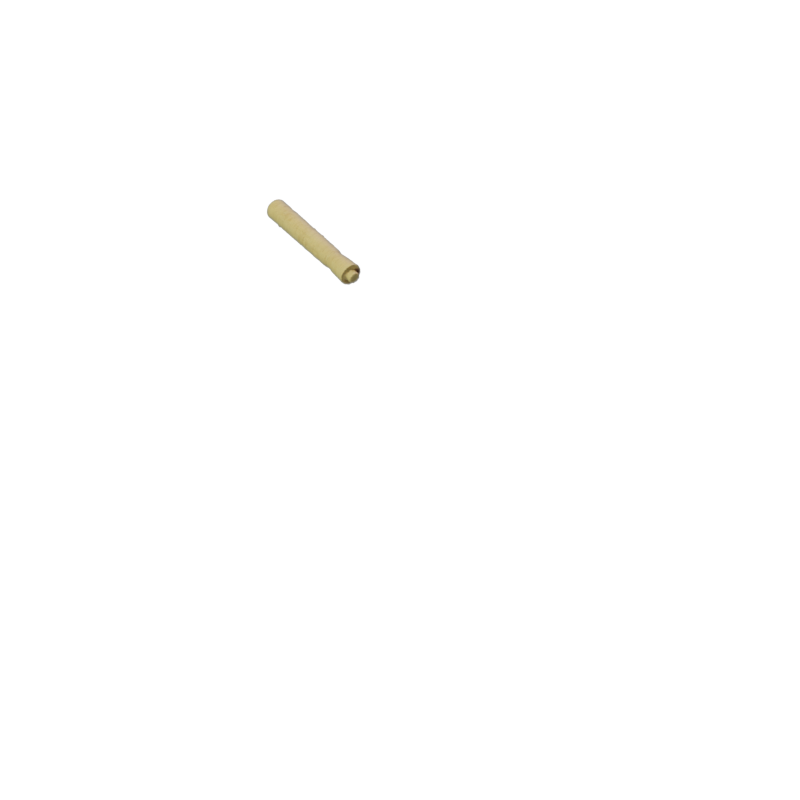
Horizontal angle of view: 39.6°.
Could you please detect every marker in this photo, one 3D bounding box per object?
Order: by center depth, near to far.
[{"bbox_3d":[-0.072,-0.131,0.917,0.019,0.019,0.130,-3,34,-39],"label":"marker"}]
